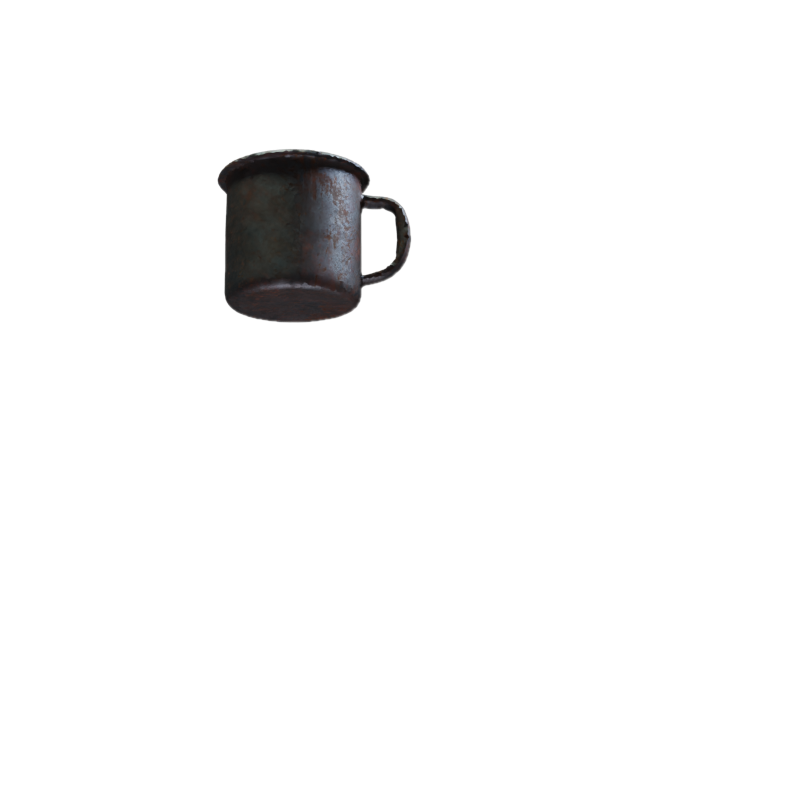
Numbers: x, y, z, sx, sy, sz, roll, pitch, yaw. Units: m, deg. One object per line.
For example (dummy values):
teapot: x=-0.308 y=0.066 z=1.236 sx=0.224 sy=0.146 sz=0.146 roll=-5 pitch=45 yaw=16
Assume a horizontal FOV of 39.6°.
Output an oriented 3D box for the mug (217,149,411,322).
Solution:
mug: x=-0.052 y=-0.095 z=0.667 sx=0.117 sy=0.085 sz=0.090 roll=0 pitch=-15 yaw=-1
